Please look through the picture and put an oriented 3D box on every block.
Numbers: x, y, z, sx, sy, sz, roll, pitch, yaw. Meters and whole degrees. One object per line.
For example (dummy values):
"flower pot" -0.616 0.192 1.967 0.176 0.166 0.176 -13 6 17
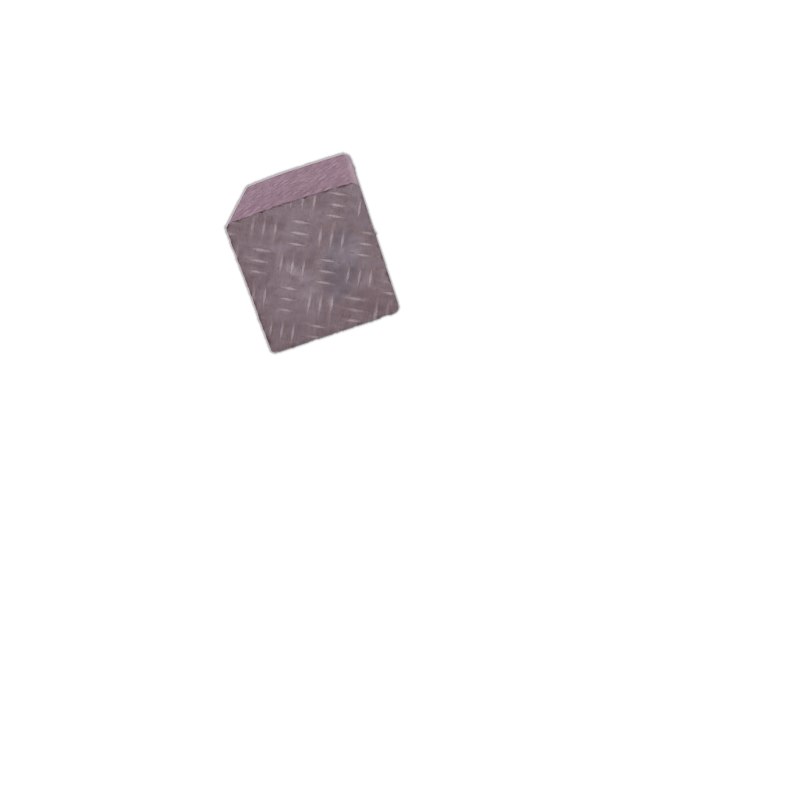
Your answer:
"block" -0.062 -0.114 0.798 0.090 0.088 0.213 -18 16 2
